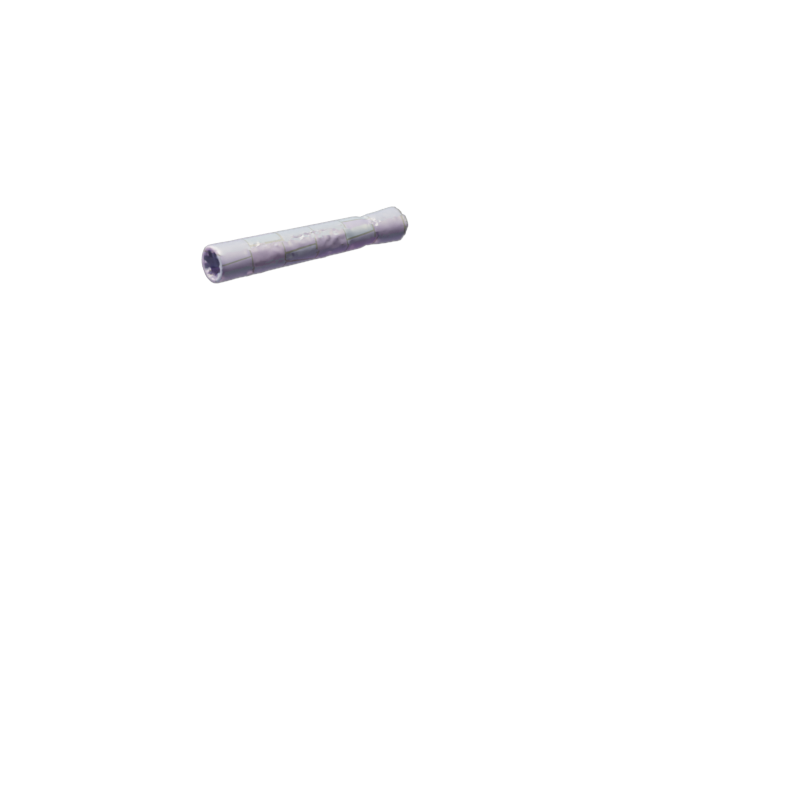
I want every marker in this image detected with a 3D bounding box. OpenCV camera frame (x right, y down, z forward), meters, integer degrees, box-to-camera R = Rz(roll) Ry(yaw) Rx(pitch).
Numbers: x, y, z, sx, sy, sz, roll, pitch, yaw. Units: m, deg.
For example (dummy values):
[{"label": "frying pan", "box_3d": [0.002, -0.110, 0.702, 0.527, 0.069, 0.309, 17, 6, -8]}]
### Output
[{"label": "marker", "box_3d": [-0.043, -0.079, 0.555, 0.119, 0.019, 0.021, -19, 15, -36]}]
